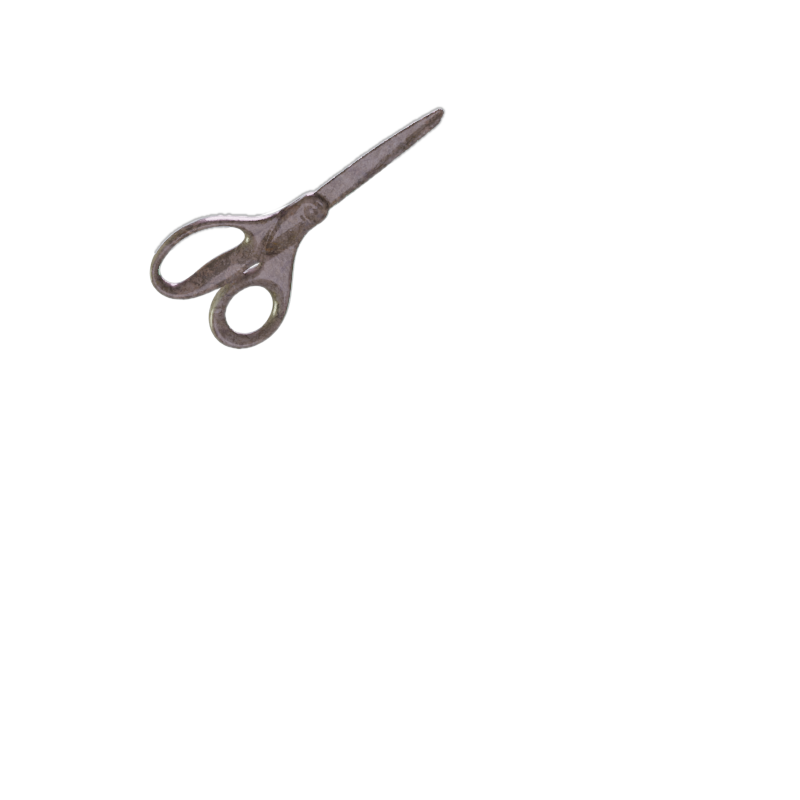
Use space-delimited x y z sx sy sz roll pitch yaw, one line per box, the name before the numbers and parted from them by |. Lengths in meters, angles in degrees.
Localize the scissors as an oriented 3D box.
scissors | -0.052 -0.095 0.669 0.202 0.091 0.016 -20 20 8
